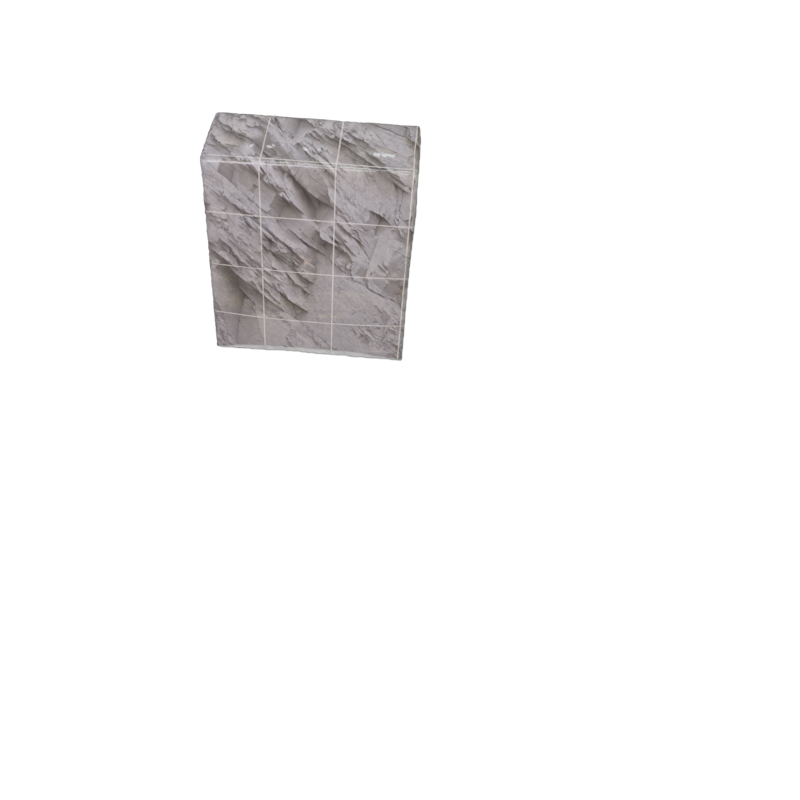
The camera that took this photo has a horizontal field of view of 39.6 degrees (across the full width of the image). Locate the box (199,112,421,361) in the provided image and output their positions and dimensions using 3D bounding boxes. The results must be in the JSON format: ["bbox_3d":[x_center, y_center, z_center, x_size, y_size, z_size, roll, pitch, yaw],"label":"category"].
[{"bbox_3d":[-0.071,-0.130,0.907,0.165,0.077,0.199,6,-42,2],"label":"box"}]
